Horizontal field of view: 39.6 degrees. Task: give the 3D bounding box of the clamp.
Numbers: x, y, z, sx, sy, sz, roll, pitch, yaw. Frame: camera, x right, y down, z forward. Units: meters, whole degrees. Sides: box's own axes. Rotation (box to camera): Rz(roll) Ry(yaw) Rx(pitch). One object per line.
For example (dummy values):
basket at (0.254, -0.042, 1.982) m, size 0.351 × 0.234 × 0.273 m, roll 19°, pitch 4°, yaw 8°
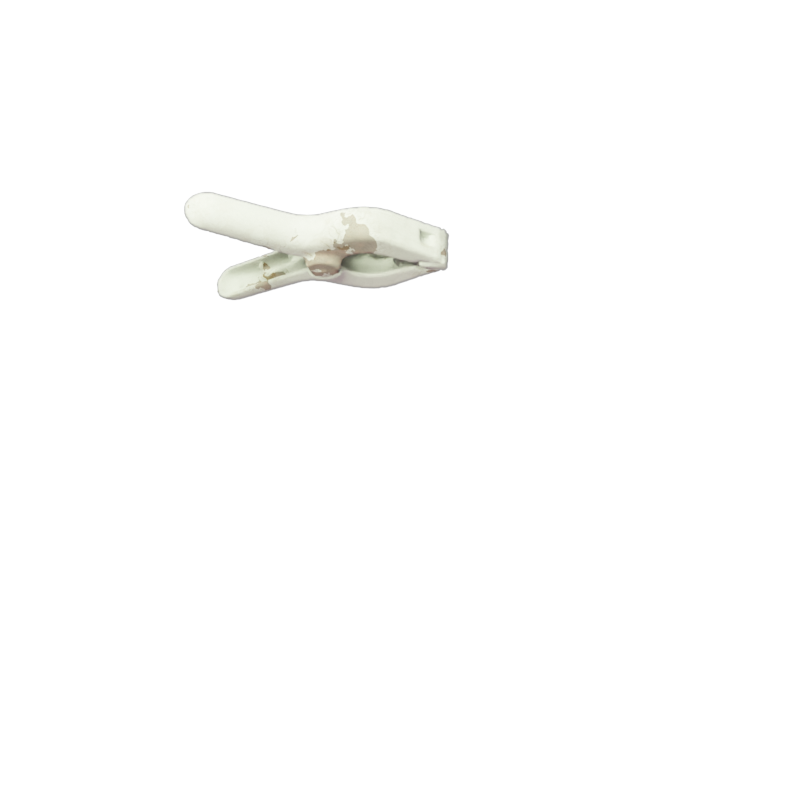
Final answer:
clamp at (-0.057, -0.104, 0.729) m, size 0.174 × 0.041 × 0.113 m, roll -4°, pitch -18°, yaw 13°
